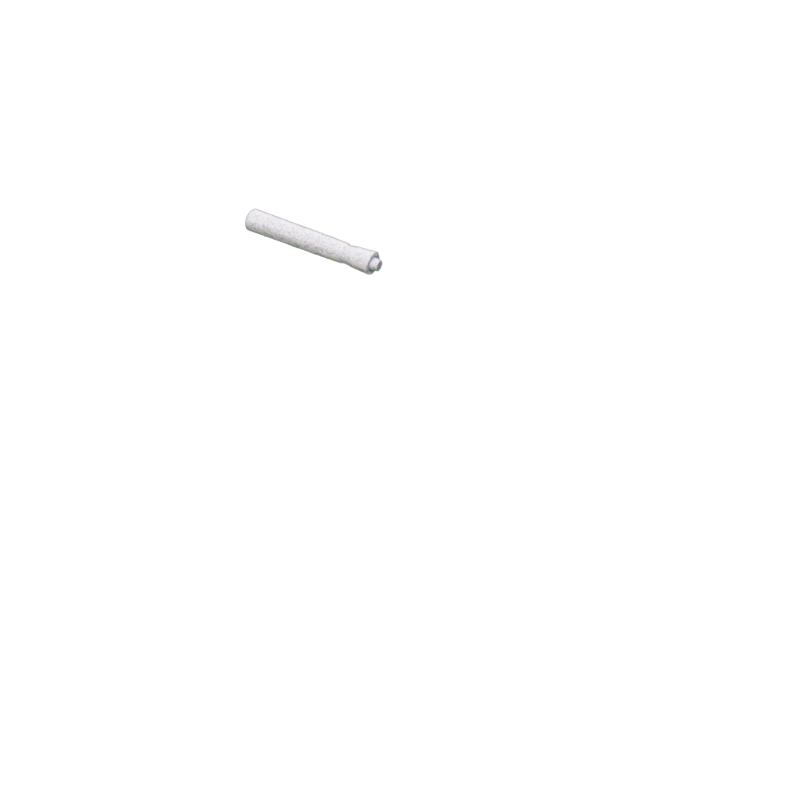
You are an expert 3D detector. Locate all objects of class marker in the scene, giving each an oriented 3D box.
[{"bbox_3d":[-0.068,-0.123,0.865,0.127,0.019,0.019,23,14,27],"label":"marker"}]
